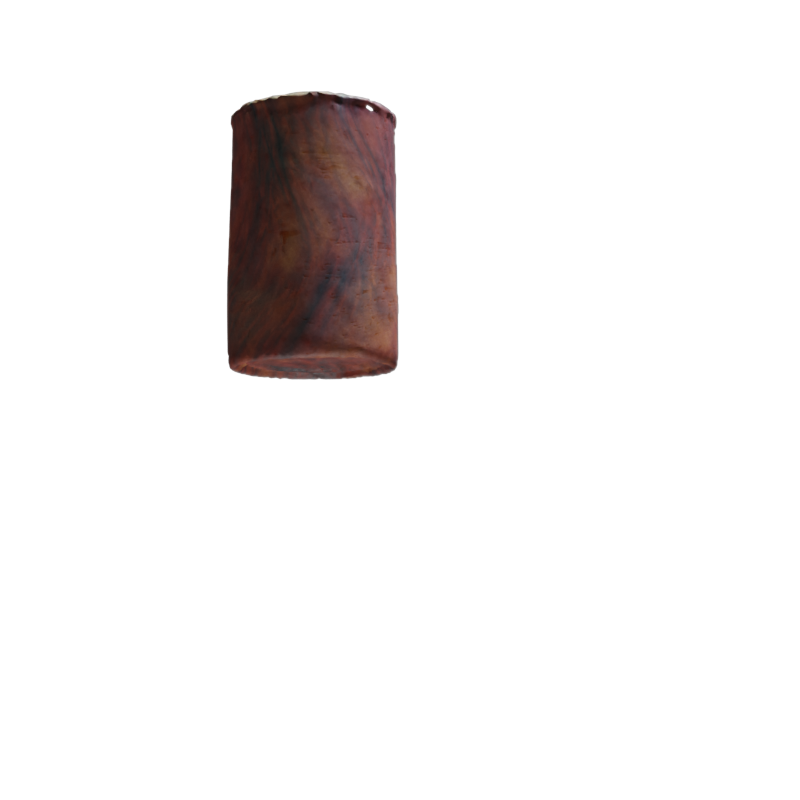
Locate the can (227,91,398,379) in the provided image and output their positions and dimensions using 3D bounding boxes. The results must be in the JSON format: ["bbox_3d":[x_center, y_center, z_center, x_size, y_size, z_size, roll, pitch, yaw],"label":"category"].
[{"bbox_3d":[-0.035,-0.063,0.441,0.068,0.105,0.067,0,-12,-2],"label":"can"}]
